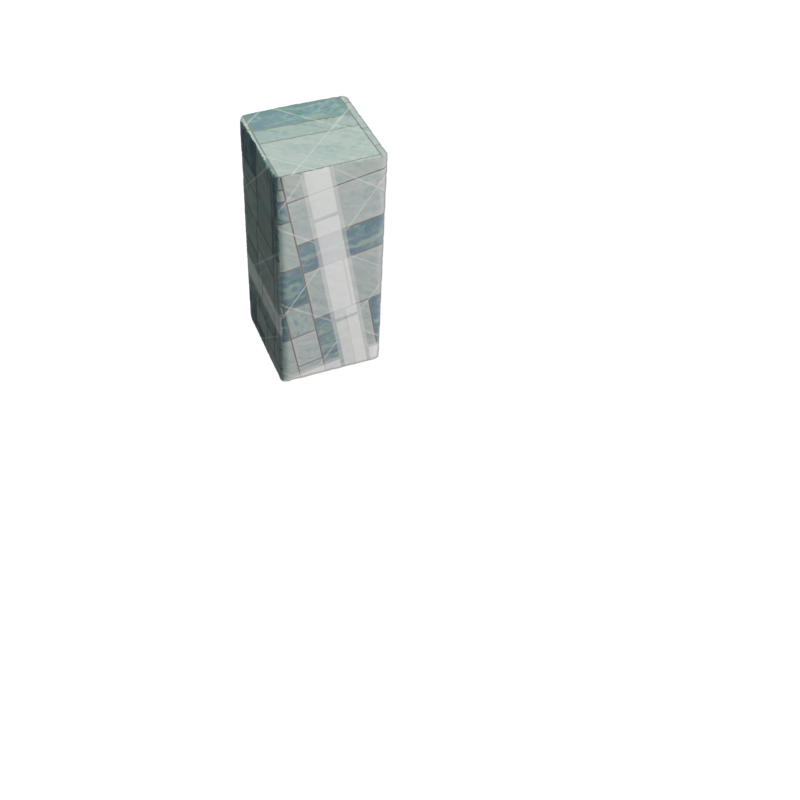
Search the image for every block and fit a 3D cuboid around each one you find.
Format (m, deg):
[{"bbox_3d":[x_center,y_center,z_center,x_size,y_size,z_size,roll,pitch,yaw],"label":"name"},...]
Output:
[{"bbox_3d":[-0.070,-0.127,0.887,0.089,0.192,0.098,-14,45,-17],"label":"block"}]
